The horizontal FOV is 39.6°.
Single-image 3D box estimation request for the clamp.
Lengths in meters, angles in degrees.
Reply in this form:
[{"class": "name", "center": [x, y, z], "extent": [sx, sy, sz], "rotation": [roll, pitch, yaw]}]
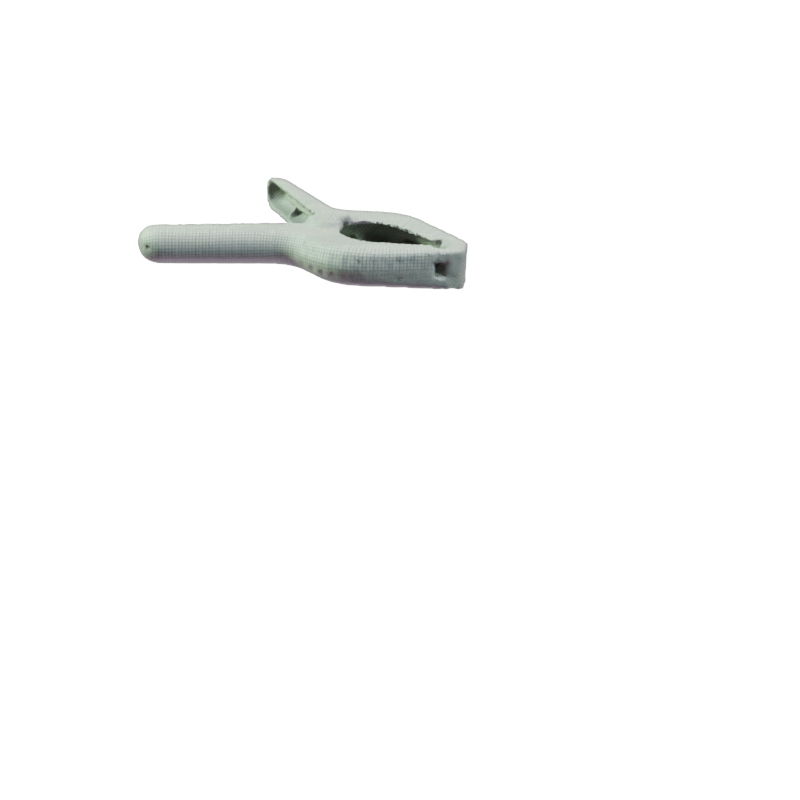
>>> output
[{"class": "clamp", "center": [-0.058, -0.106, 0.742], "extent": [0.222, 0.035, 0.164], "rotation": [19, 32, 33]}]
